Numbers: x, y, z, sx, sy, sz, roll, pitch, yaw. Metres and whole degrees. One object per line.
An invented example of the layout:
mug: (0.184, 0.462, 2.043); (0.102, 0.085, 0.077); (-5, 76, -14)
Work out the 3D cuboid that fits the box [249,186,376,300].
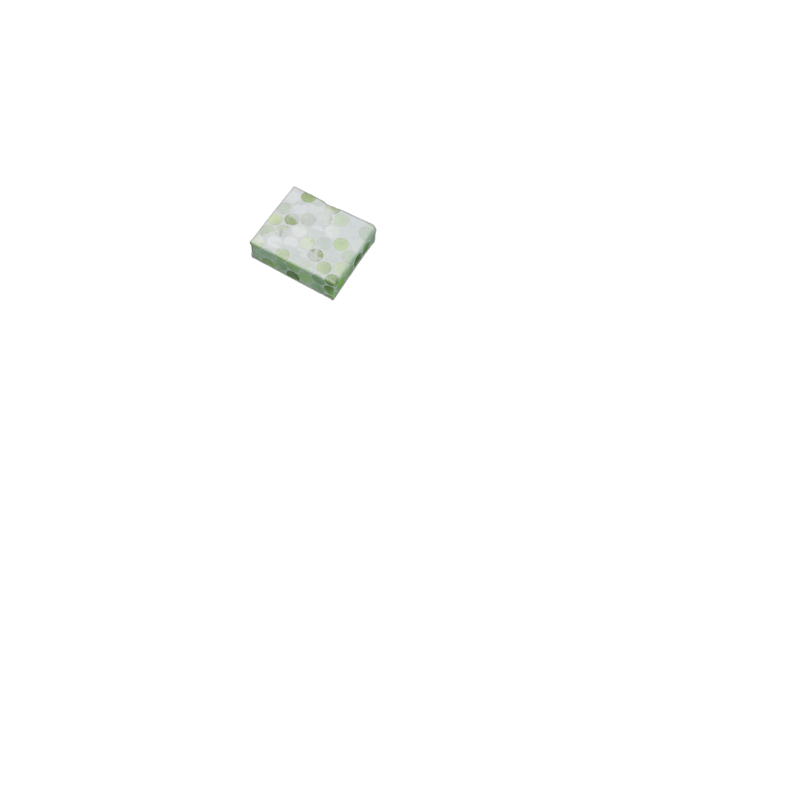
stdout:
box: (-0.077, -0.141, 0.987); (0.093, 0.075, 0.028); (27, -28, 15)
